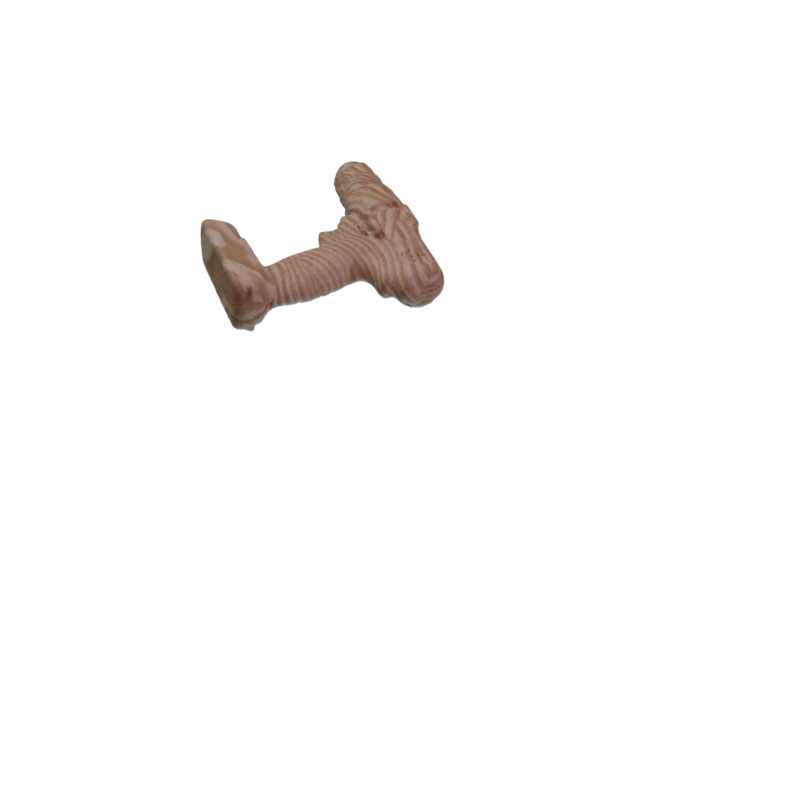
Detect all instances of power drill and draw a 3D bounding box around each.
[{"bbox_3d":[-0.076,-0.139,0.974,0.185,0.053,0.200,-15,46,-16],"label":"power drill"}]
